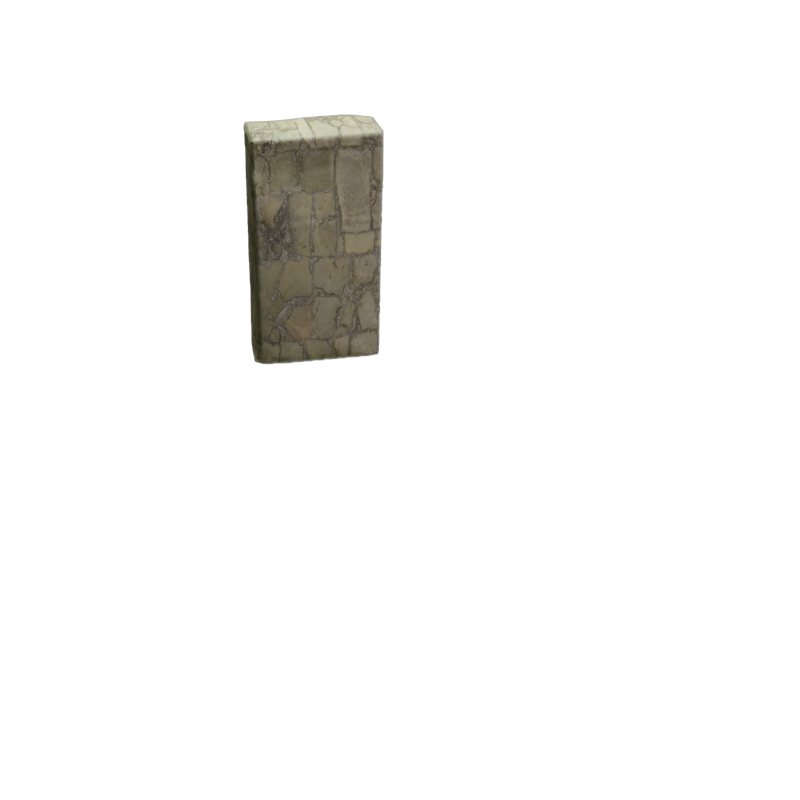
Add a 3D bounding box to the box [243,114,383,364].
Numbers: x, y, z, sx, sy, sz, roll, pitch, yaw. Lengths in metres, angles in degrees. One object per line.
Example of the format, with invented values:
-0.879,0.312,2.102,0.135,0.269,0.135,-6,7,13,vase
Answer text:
-0.061,-0.112,0.786,0.092,0.167,0.051,-4,26,-11,box
